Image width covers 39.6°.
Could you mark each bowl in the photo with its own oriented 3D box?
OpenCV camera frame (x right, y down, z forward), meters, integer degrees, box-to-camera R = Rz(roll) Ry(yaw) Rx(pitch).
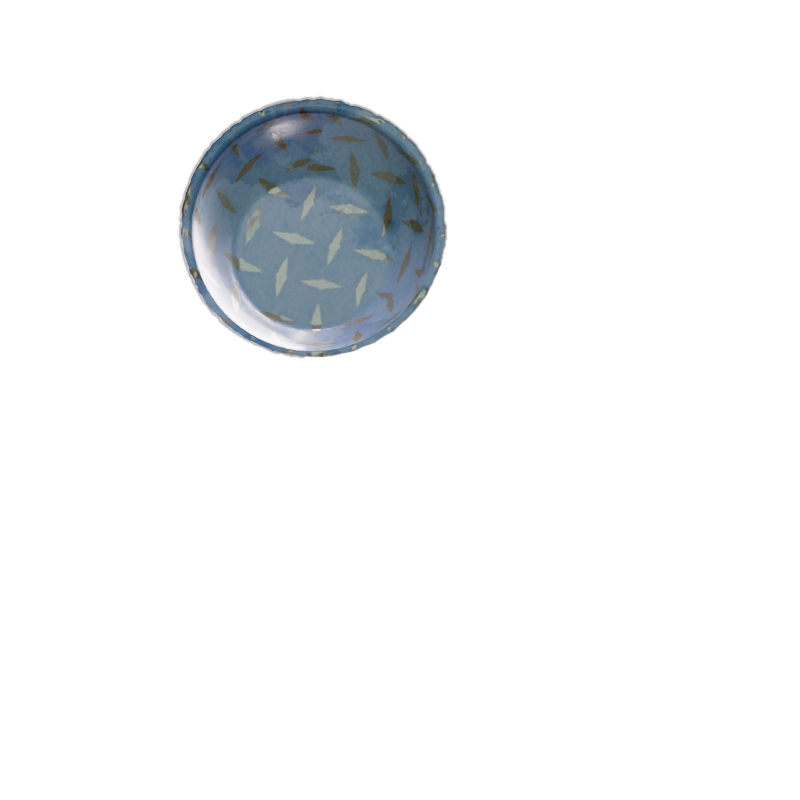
[{"bbox_3d":[-0.051,-0.093,0.649,0.162,0.156,0.057,0,16,-1],"label":"bowl"}]
